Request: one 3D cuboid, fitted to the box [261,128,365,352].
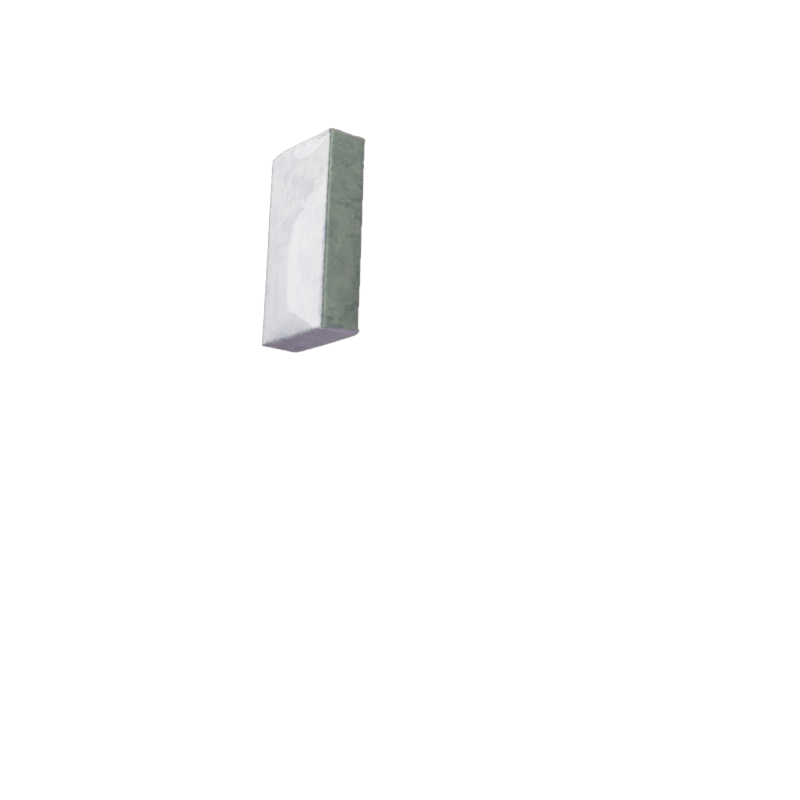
[{"bbox_3d":[-0.075,-0.136,0.953,0.046,0.183,0.094,12,-20,-37],"label":"box"}]
